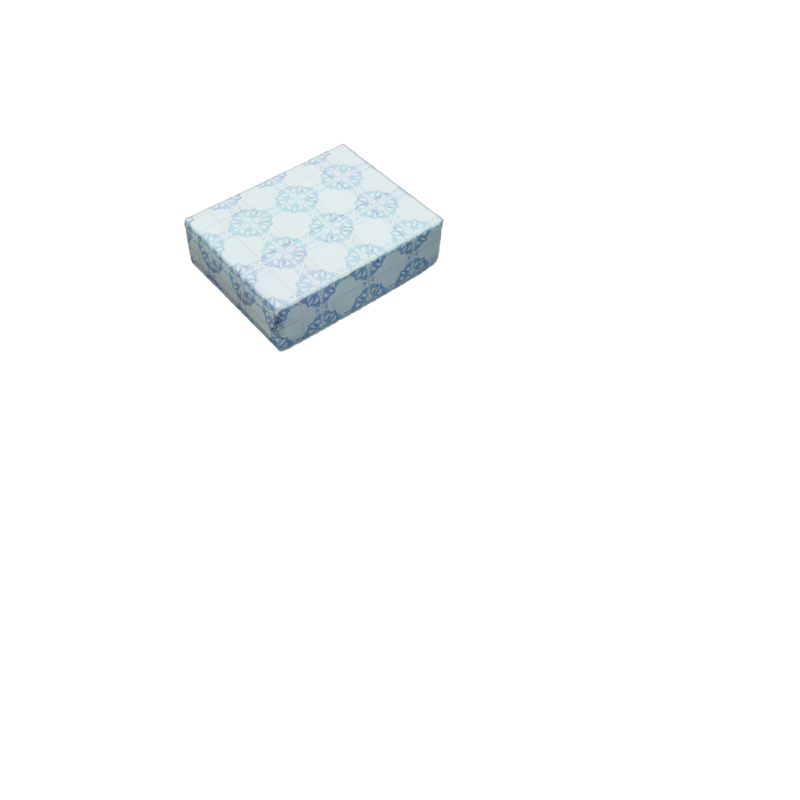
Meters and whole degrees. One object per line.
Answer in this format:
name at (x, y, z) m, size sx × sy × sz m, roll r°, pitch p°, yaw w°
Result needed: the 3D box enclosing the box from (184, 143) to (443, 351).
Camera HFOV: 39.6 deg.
box at (-0.047, -0.087, 0.608) m, size 0.113 × 0.036 × 0.096 m, roll -29°, pitch 52°, yaw -26°
